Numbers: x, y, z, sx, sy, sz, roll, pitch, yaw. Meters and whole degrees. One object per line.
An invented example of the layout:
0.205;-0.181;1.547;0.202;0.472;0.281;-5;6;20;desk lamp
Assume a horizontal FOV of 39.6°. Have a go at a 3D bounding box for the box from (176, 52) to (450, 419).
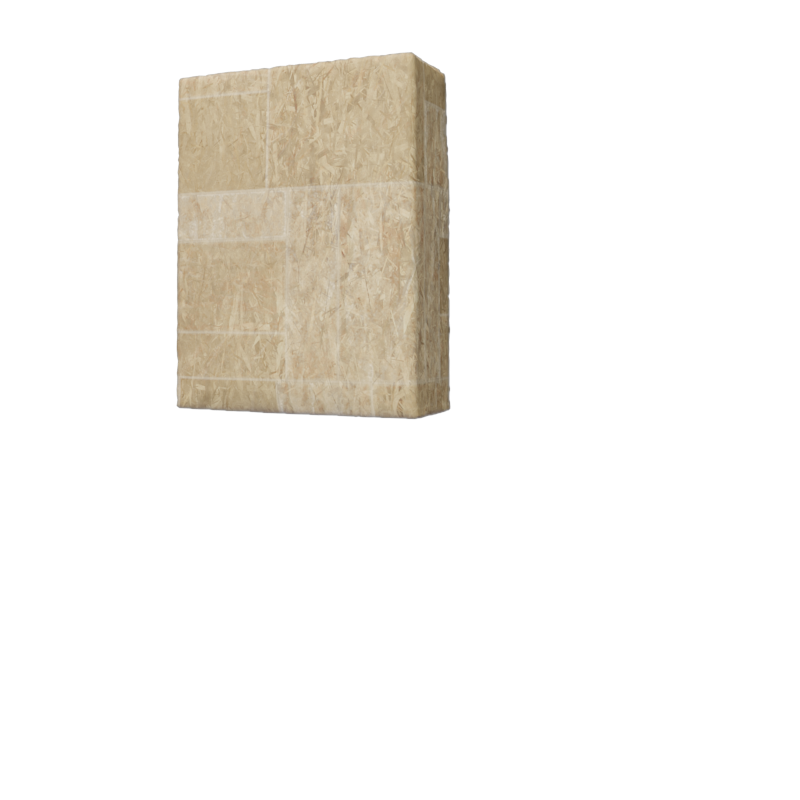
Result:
-0.055;-0.100;0.699;0.169;0.216;0.069;-1;-3;24;box
